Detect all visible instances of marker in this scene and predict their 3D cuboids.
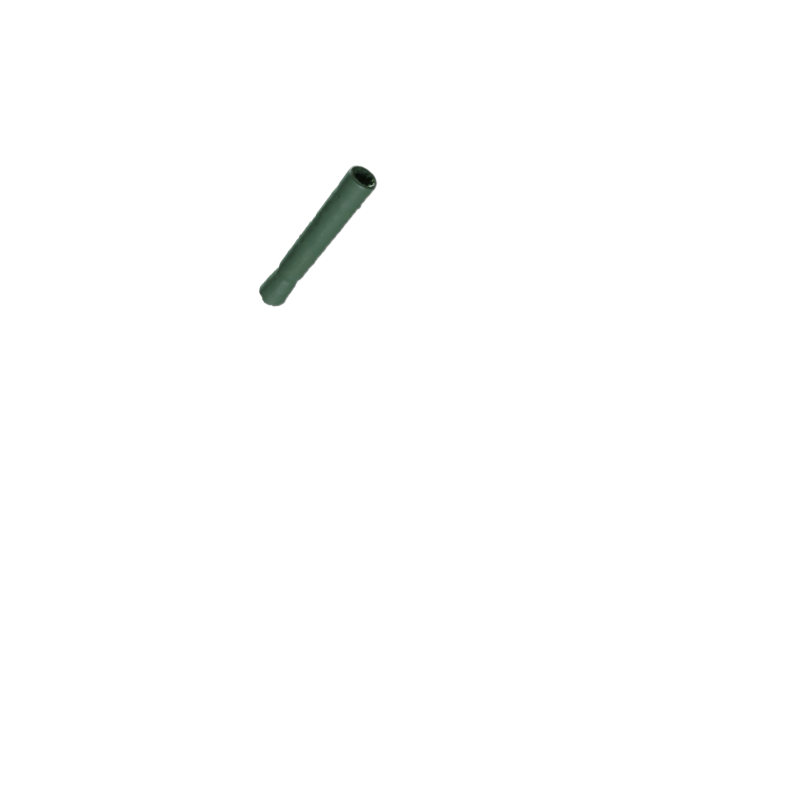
[{"bbox_3d":[-0.053,-0.096,0.676,0.019,0.021,0.118,-2,-32,-41],"label":"marker"}]
